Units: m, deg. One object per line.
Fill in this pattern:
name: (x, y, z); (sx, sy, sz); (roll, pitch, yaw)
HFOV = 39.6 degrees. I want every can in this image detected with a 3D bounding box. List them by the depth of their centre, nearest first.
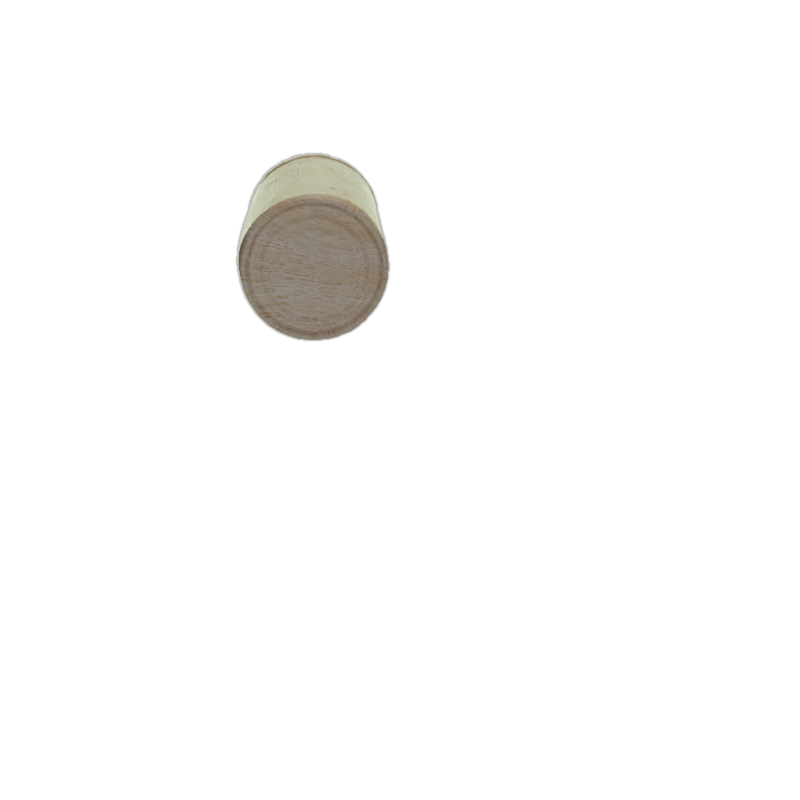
can: (-0.042, -0.076, 0.531); (0.068, 0.066, 0.107); (0, 20, -3)
